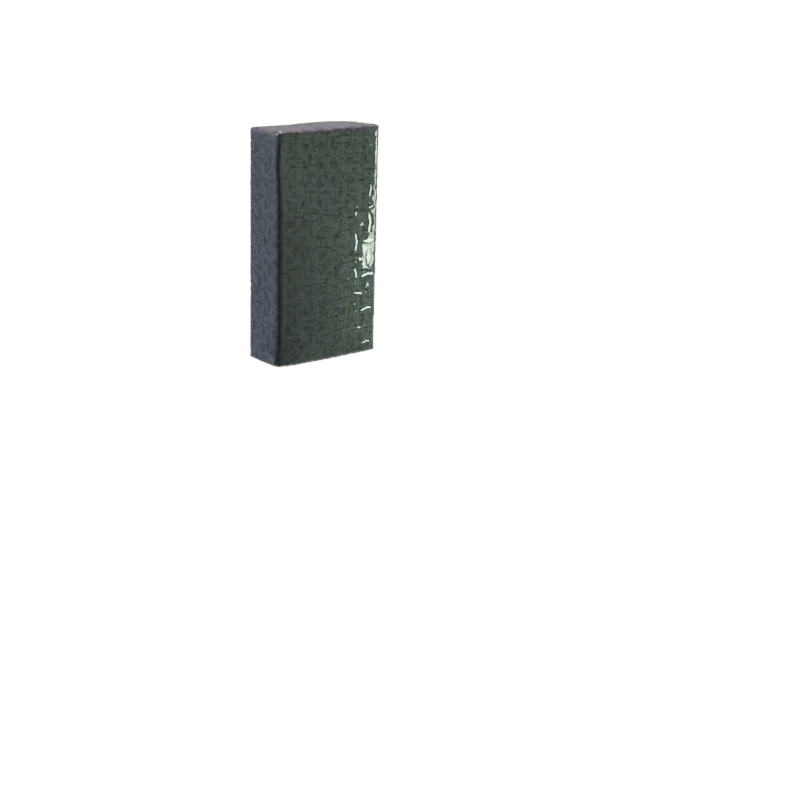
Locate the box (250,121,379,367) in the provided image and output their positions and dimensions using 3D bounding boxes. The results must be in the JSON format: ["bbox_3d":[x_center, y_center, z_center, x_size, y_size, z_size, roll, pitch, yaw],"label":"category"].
[{"bbox_3d":[-0.065,-0.119,0.831,0.091,0.172,0.051,-9,15,-37],"label":"box"}]
